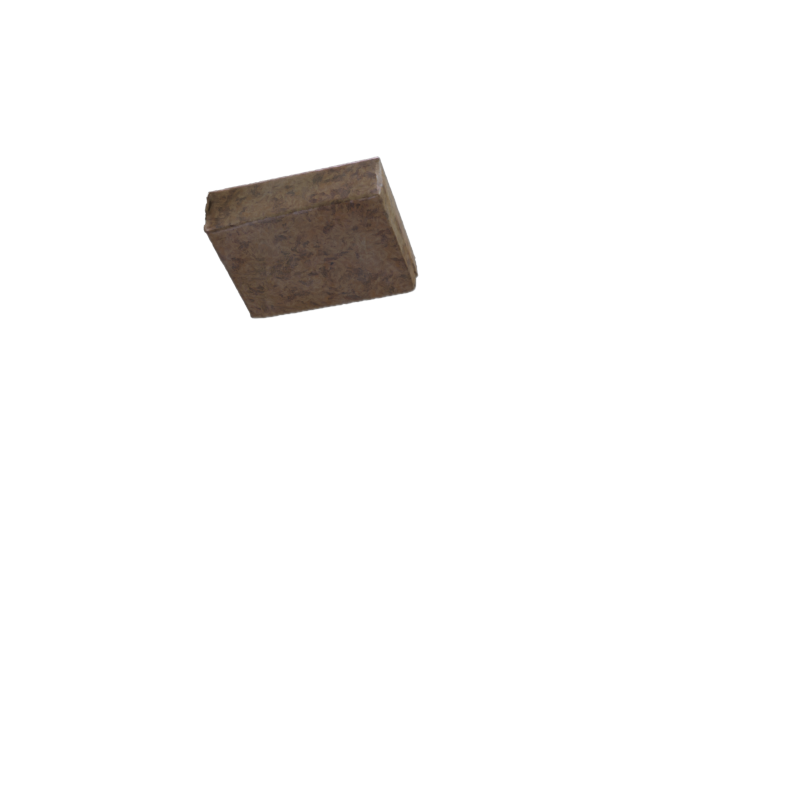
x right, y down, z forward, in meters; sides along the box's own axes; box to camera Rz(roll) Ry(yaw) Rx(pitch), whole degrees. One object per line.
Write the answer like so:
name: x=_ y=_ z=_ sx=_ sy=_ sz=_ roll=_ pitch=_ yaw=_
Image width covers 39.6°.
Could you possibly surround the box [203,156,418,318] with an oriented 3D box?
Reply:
box: x=-0.054 y=-0.098 z=0.688 sx=0.114 sy=0.042 sz=0.083 roll=-10 pitch=-42 yaw=11
